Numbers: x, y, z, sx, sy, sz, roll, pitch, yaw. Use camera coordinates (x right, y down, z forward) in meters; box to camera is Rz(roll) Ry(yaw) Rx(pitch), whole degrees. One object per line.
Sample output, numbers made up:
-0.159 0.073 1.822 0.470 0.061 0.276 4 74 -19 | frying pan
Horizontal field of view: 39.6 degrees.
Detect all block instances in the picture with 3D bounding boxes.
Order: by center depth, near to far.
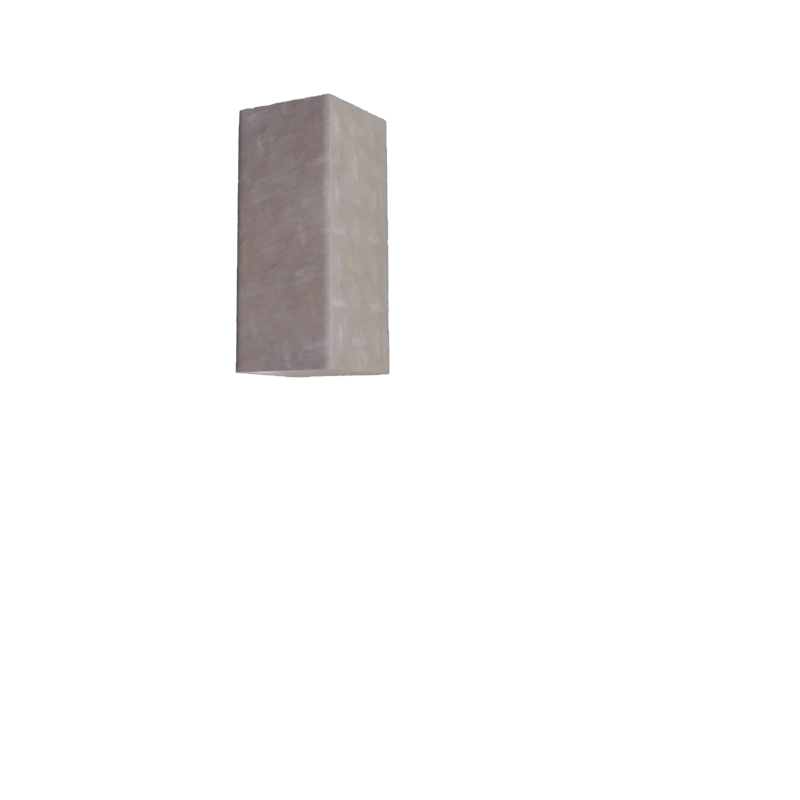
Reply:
-0.069 -0.124 0.871 0.093 0.211 0.086 -6 -10 30 | block
